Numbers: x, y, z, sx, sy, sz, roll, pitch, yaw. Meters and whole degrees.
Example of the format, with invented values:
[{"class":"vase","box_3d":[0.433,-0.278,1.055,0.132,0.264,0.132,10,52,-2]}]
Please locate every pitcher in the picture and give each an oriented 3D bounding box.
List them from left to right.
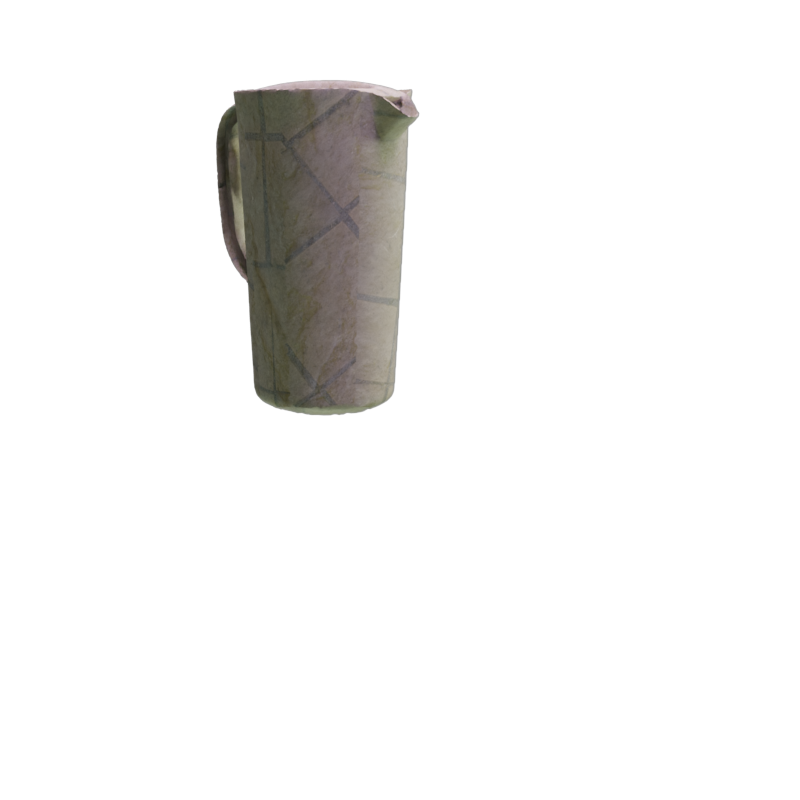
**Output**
[{"class":"pitcher","box_3d":[-0.066,-0.120,0.844,0.144,0.239,0.154,-1,9,-8]}]
